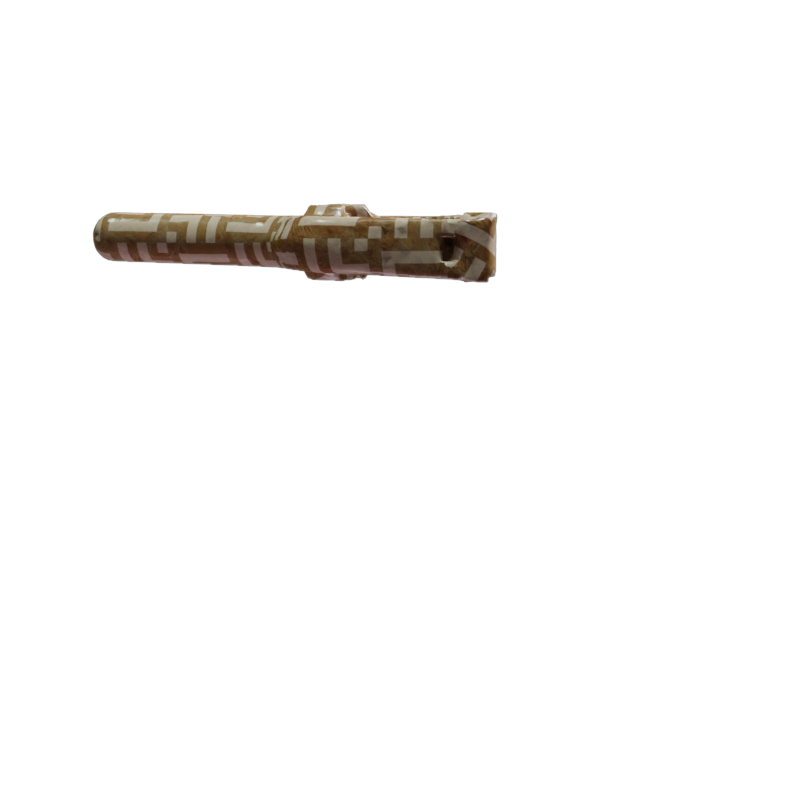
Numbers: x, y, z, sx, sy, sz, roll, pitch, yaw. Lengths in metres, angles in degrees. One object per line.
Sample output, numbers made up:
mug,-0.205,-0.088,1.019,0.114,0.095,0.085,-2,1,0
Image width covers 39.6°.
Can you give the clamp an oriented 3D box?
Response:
clamp,-0.041,-0.076,0.530,0.159,0.036,0.220,-6,12,-32
